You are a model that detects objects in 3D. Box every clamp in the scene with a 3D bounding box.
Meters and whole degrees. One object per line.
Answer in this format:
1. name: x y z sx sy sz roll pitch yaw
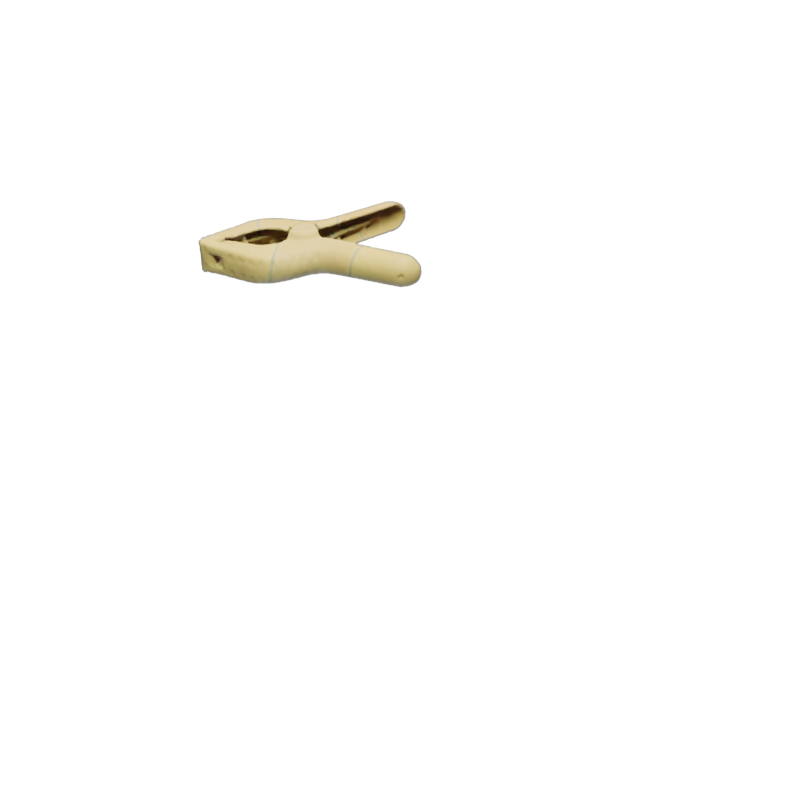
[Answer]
1. clamp: -0.068 -0.124 0.868 0.173 0.037 0.125 3 26 5
